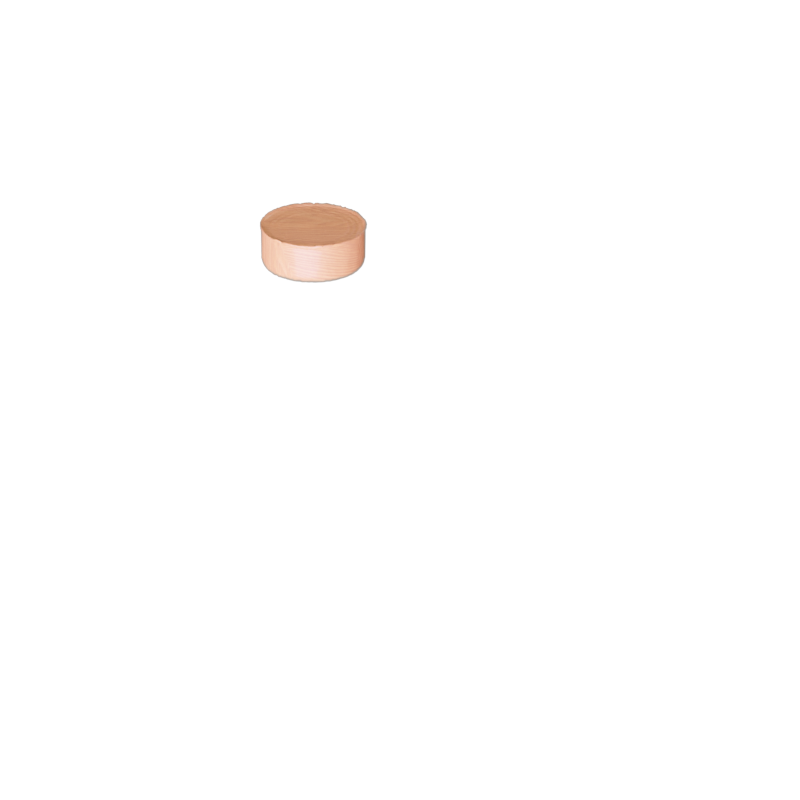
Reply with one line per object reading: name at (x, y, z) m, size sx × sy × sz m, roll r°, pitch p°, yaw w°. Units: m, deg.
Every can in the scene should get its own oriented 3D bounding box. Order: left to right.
can at (-0.070, -0.128, 0.895) m, size 0.086 × 0.032 × 0.091 m, roll -1°, pitch 31°, yaw -2°
